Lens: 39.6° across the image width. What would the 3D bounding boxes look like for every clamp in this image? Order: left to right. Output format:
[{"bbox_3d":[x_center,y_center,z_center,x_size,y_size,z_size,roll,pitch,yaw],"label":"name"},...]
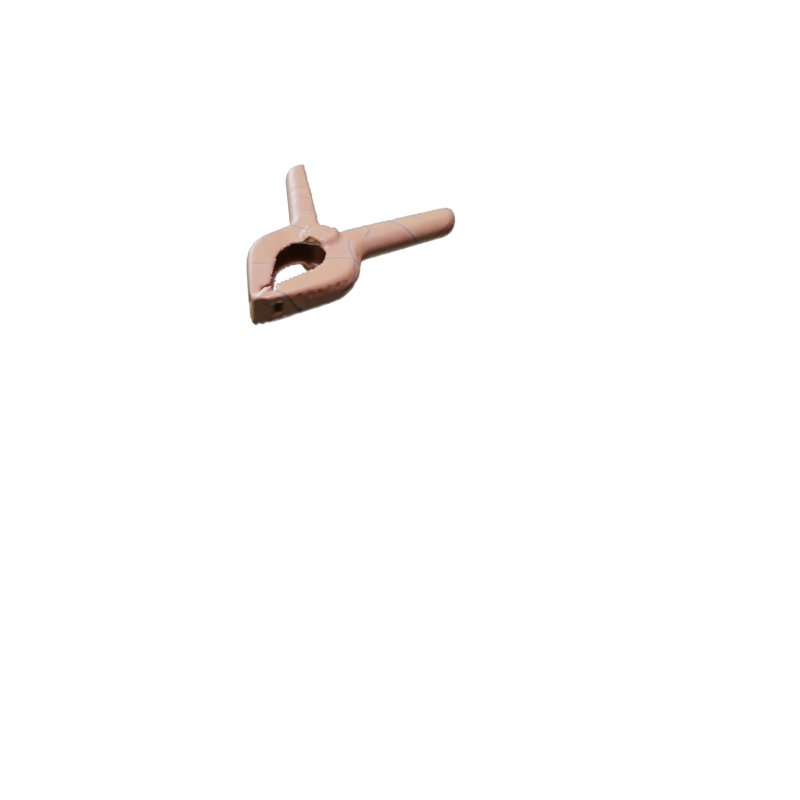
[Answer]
[{"bbox_3d":[-0.073,-0.134,0.936,0.173,0.034,0.213,23,44,26],"label":"clamp"}]
